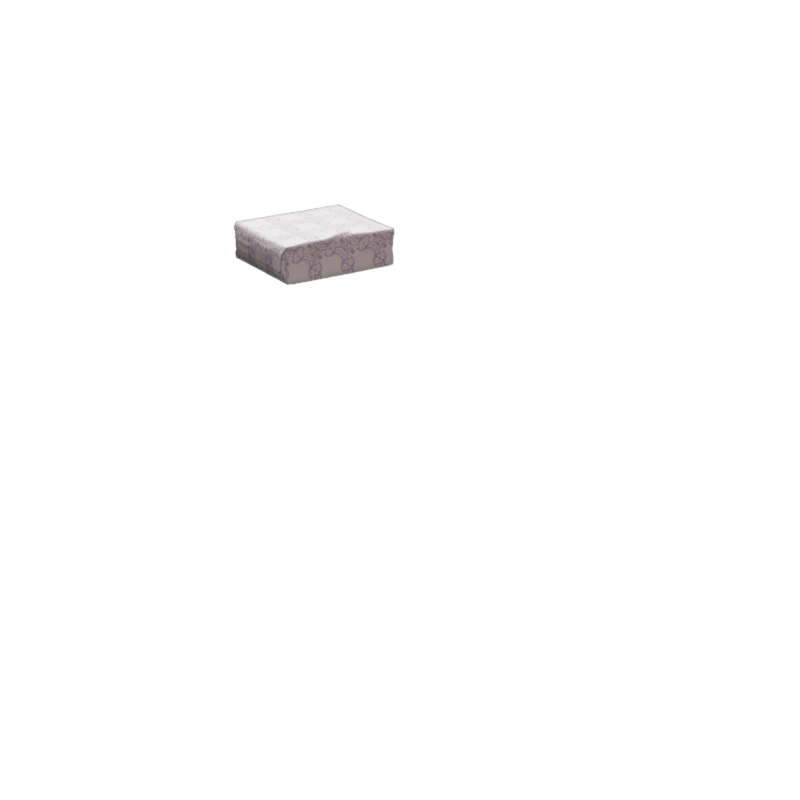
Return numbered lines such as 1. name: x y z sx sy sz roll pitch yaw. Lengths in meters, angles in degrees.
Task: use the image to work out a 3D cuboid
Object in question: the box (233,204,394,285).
1. box: -0.060 -0.110 0.769 0.087 0.029 0.078 -14 27 -29
